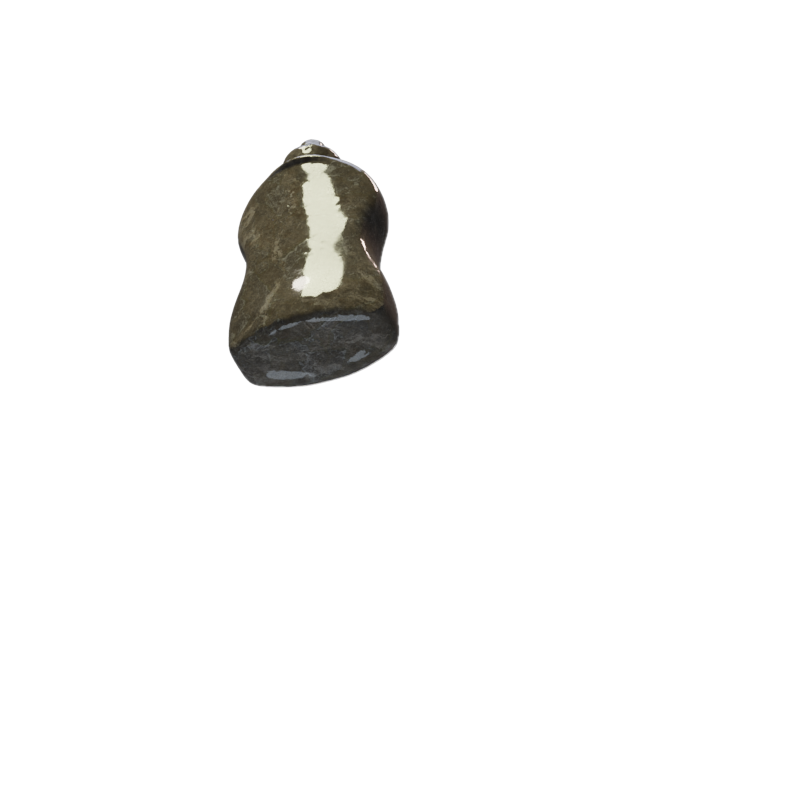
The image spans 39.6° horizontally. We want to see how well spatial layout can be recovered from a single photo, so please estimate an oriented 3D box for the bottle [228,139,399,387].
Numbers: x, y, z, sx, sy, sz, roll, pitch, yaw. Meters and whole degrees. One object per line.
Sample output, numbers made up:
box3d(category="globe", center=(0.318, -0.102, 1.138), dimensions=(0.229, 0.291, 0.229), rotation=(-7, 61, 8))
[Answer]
box3d(category="bottle", center=(-0.054, -0.099, 0.693), dimensions=(0.097, 0.206, 0.054), rotation=(-17, -46, 13))
